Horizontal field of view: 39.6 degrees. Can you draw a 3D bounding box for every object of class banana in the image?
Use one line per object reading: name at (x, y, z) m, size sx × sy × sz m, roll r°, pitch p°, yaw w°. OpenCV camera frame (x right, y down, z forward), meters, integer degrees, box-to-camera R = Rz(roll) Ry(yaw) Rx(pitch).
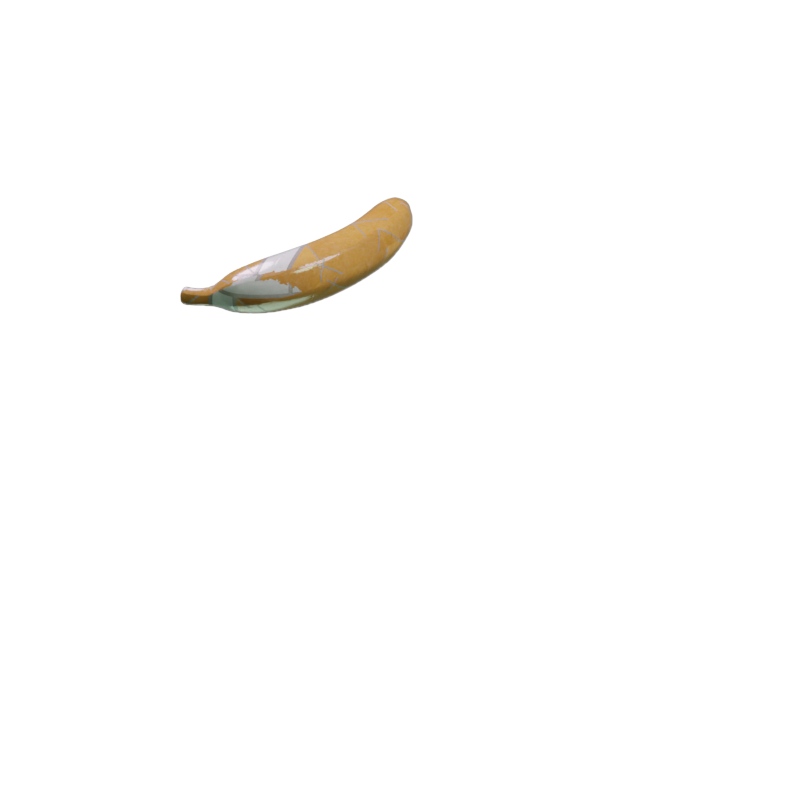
banana at (-0.050, -0.099, 0.747) m, size 0.196 × 0.034 × 0.074 m, roll -27°, pitch 42°, yaw -35°
